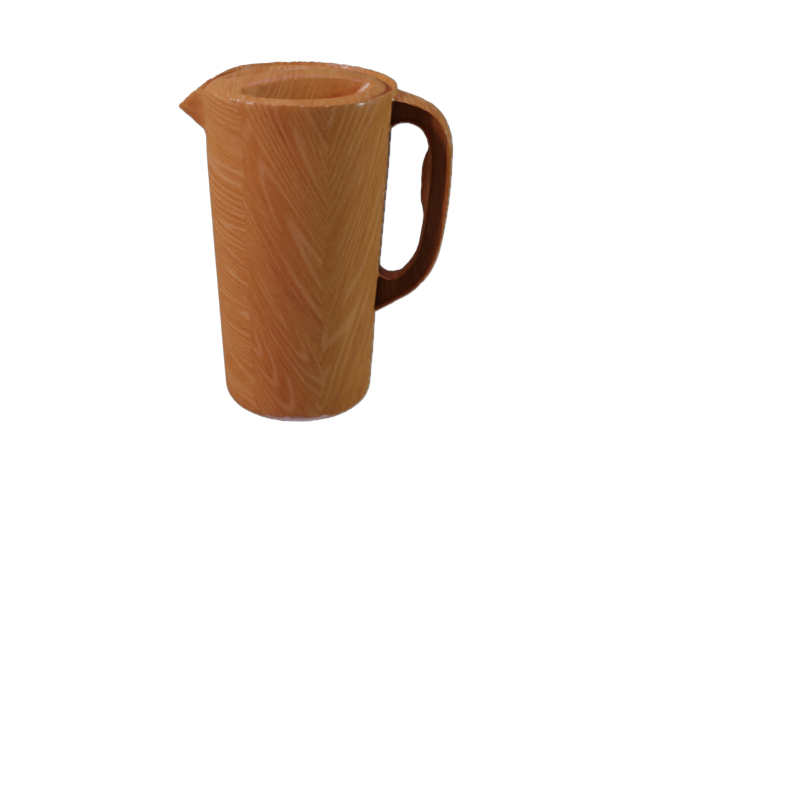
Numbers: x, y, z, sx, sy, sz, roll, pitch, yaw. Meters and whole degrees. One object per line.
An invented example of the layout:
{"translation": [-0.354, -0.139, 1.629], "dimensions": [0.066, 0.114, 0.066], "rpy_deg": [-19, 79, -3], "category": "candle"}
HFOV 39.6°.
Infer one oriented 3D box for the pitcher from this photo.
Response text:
{"translation": [-0.061, -0.112, 0.783], "dimensions": [0.142, 0.231, 0.159], "rpy_deg": [-17, 30, -35], "category": "pitcher"}
